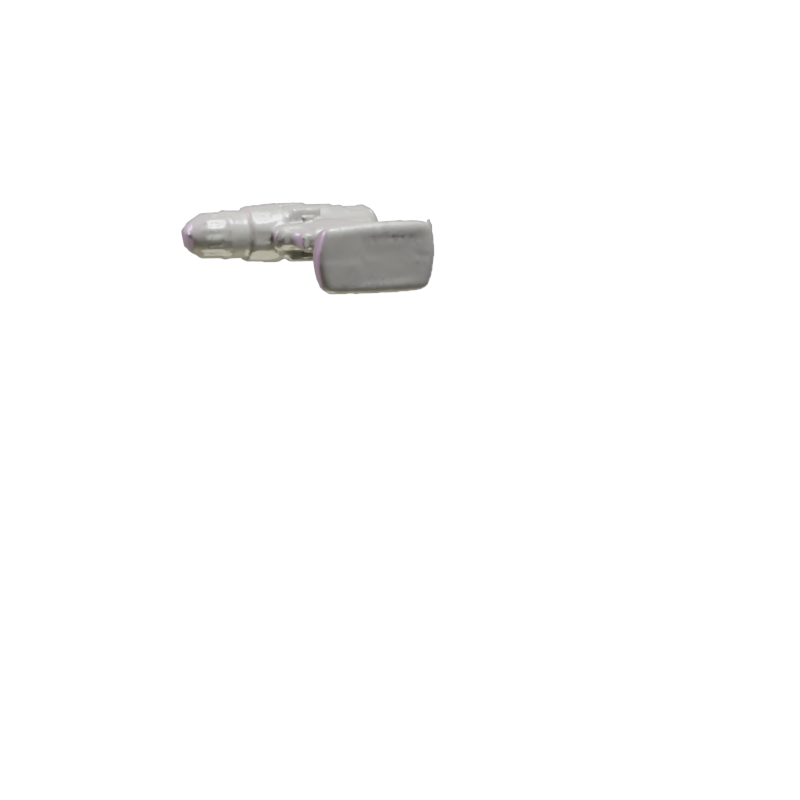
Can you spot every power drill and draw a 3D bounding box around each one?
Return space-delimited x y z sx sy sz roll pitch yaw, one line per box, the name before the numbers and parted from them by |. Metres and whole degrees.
power drill | -0.073 -0.133 0.933 0.180 0.055 0.198 -8 19 -25
